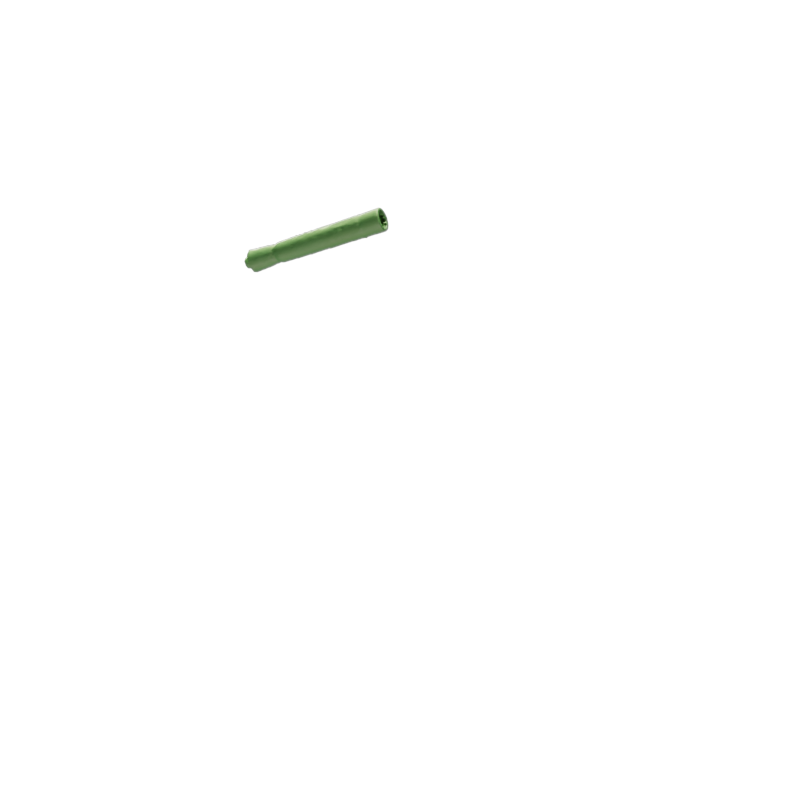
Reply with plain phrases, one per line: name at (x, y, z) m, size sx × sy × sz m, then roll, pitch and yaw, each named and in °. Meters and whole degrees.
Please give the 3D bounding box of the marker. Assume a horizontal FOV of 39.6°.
marker at (-0.067, -0.122, 0.853) m, size 0.122 × 0.020 × 0.019 m, roll -14°, pitch -2°, yaw 25°
